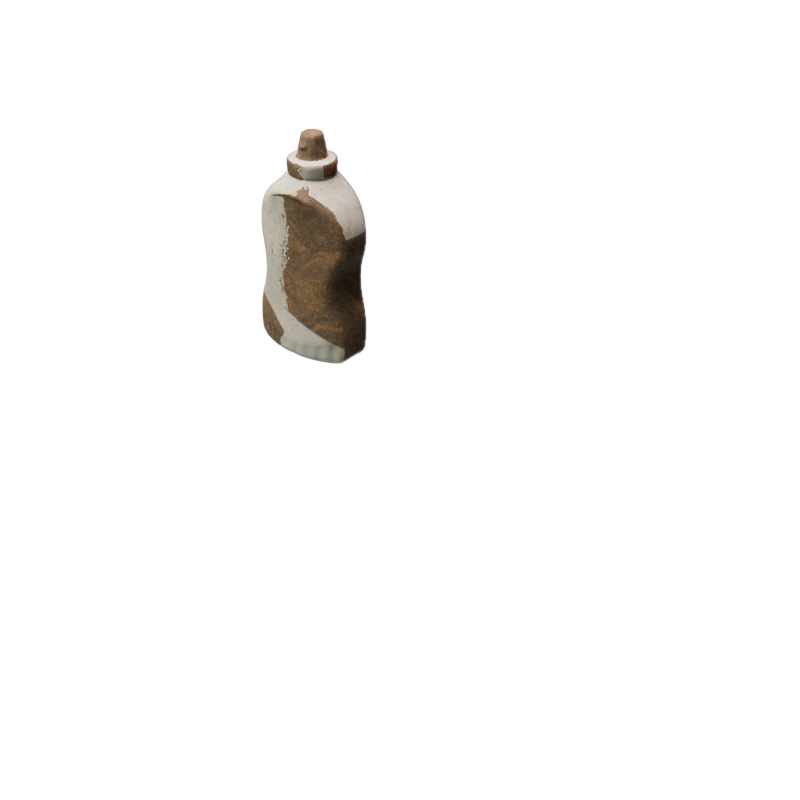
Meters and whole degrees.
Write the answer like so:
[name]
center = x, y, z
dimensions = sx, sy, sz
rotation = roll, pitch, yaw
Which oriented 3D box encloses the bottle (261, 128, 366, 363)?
[bottle]
center = -0.072, -0.130, 0.913
dimensions = 0.102, 0.181, 0.058
rotation = 25, 35, 36
